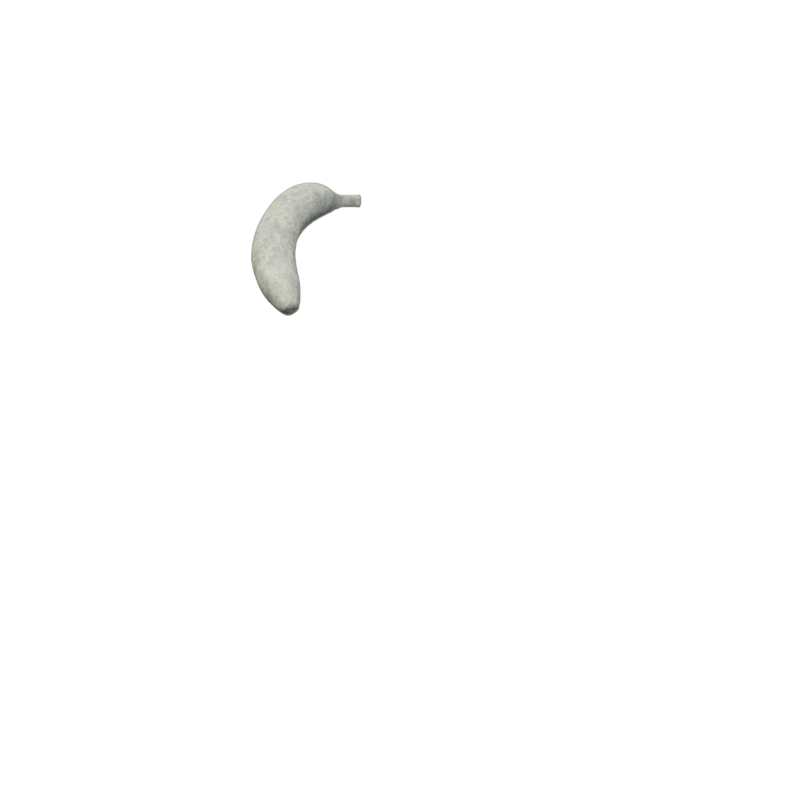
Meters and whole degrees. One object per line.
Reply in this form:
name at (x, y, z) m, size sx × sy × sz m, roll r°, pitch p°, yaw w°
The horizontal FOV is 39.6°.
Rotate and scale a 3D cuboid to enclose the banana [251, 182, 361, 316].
banana at (-0.091, -0.141, 0.951) m, size 0.071 × 0.034 × 0.207 m, roll 9°, pitch 39°, yaw 11°
